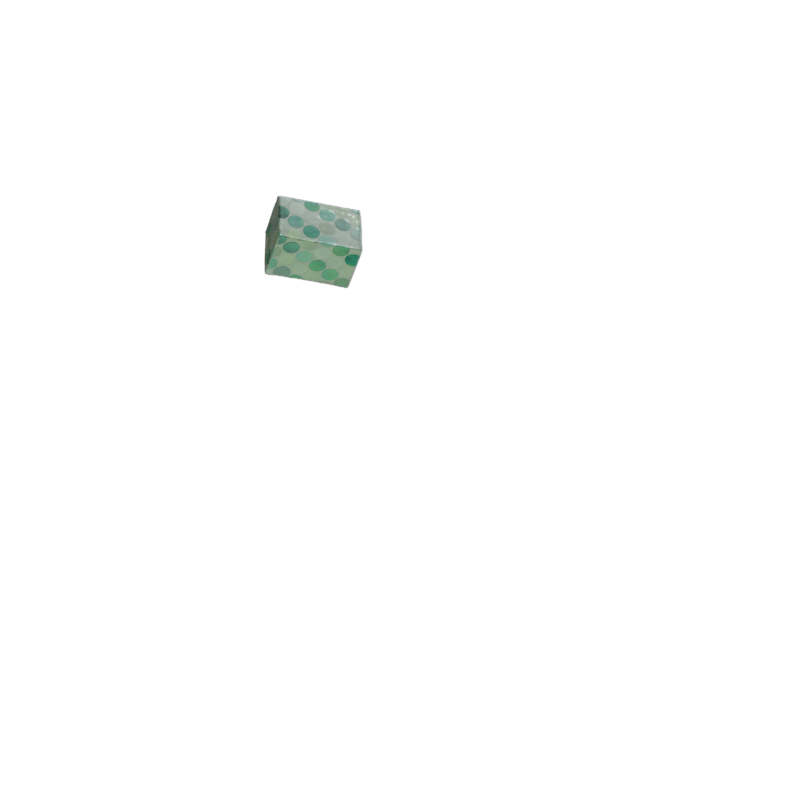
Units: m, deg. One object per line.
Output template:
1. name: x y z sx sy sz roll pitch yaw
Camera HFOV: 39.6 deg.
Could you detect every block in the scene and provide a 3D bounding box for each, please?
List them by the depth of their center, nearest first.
1. block: -0.077 -0.140 0.980 0.076 0.055 0.050 10 -41 -13
